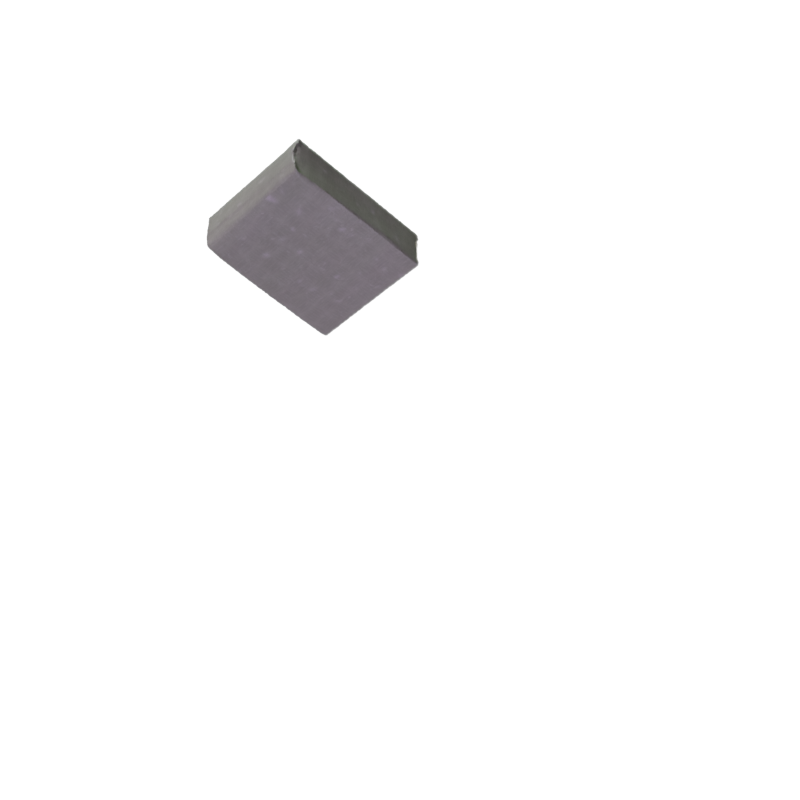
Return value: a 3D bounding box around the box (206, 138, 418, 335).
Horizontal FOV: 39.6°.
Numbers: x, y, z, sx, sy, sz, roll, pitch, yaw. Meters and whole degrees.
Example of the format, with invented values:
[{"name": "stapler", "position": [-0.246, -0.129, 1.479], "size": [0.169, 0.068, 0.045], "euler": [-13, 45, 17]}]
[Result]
[{"name": "box", "position": [-0.057, -0.104, 0.729], "size": [0.107, 0.042, 0.089], "euler": [36, -58, -28]}]
